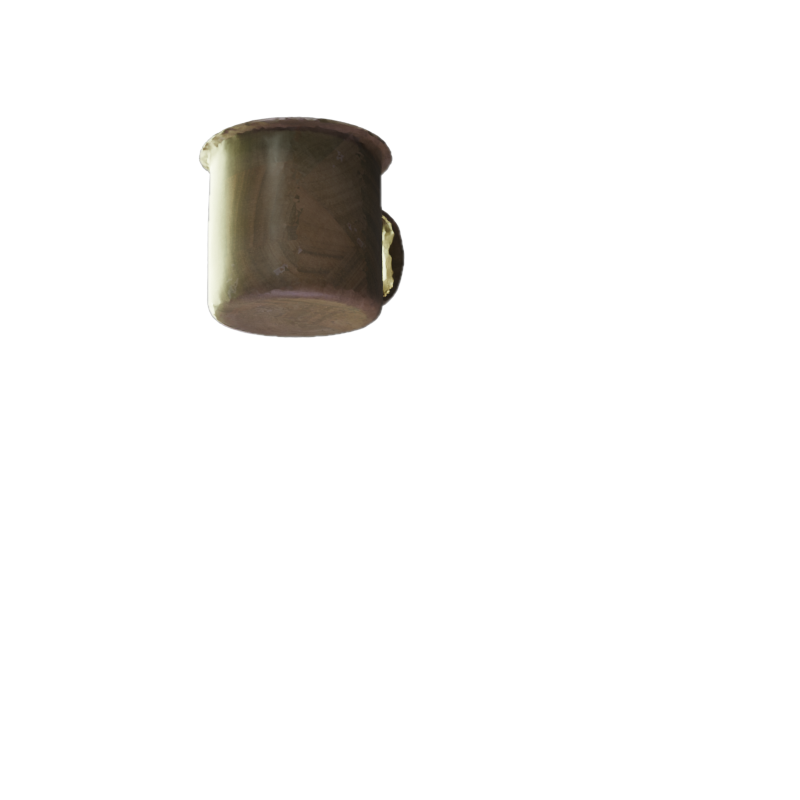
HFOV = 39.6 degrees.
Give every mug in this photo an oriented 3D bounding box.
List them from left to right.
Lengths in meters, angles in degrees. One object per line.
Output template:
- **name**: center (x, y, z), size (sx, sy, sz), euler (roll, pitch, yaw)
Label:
- **mug**: center (-0.042, -0.076, 0.531), size (0.095, 0.085, 0.110), euler (-13, -19, 41)
